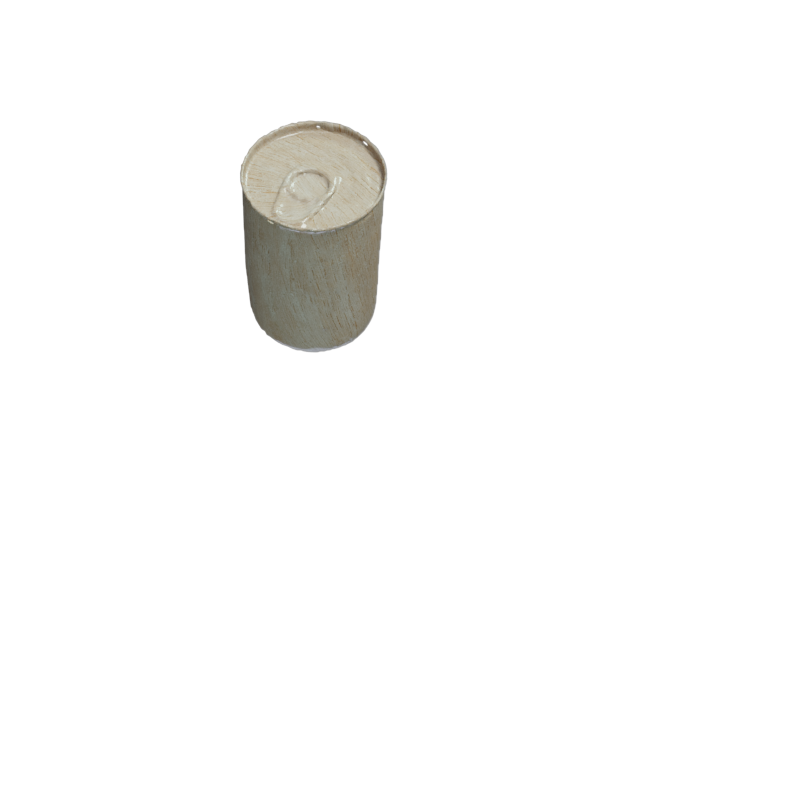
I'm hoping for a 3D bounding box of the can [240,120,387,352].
[{"bbox_3d":[-0.043,-0.078,0.549,0.068,0.073,0.095,0,-35,-3],"label":"can"}]
